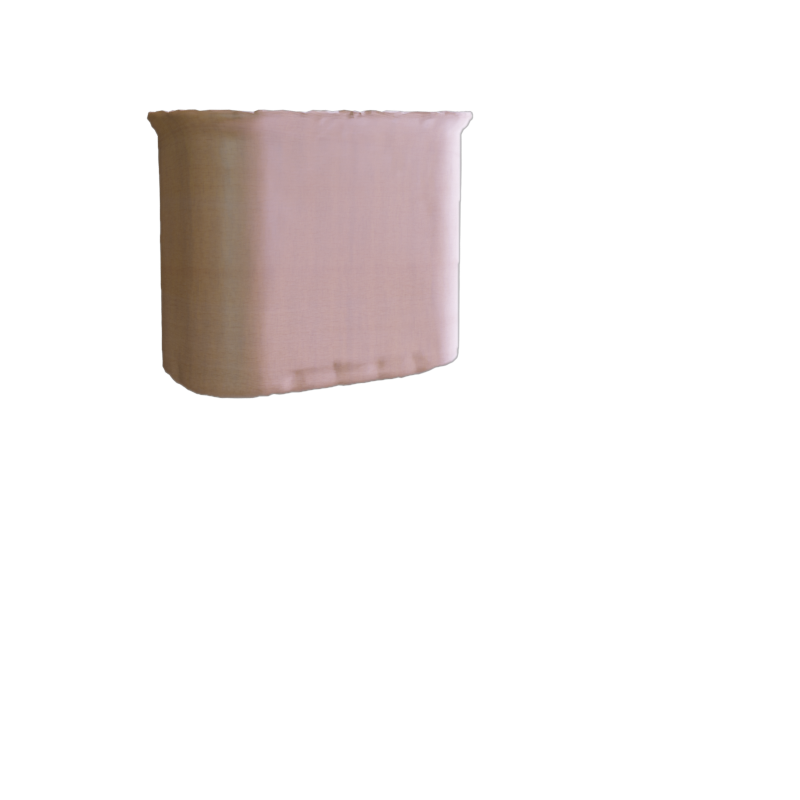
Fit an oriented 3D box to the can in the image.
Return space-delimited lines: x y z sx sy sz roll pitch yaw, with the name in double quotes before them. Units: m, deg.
"can" -0.028 -0.051 0.355 0.099 0.082 0.060 -6 11 -31
